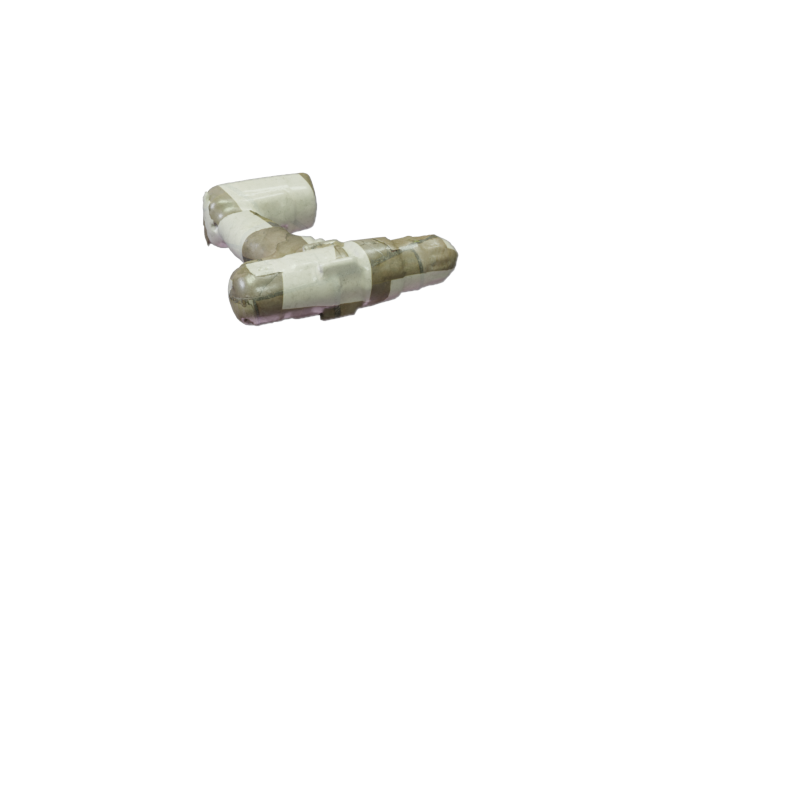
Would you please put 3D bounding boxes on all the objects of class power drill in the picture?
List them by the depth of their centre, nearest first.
[{"bbox_3d":[-0.070,-0.129,0.900,0.181,0.054,0.202,-12,31,-21],"label":"power drill"}]
